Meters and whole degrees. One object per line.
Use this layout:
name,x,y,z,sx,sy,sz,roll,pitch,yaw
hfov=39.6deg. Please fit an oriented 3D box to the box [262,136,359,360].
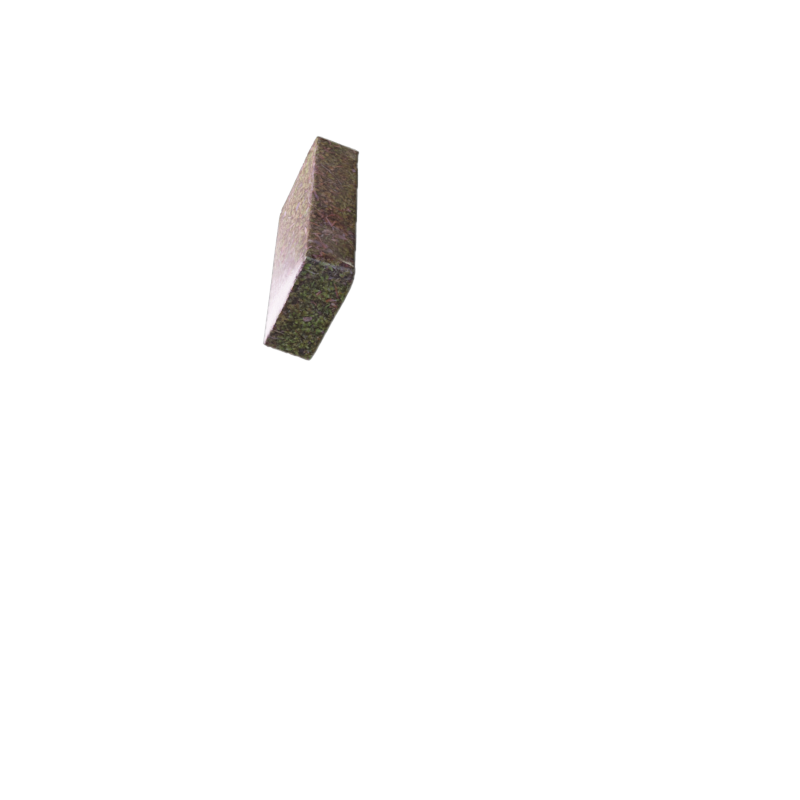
box,-0.069,-0.125,0.877,0.047,0.090,0.189,18,36,-18
